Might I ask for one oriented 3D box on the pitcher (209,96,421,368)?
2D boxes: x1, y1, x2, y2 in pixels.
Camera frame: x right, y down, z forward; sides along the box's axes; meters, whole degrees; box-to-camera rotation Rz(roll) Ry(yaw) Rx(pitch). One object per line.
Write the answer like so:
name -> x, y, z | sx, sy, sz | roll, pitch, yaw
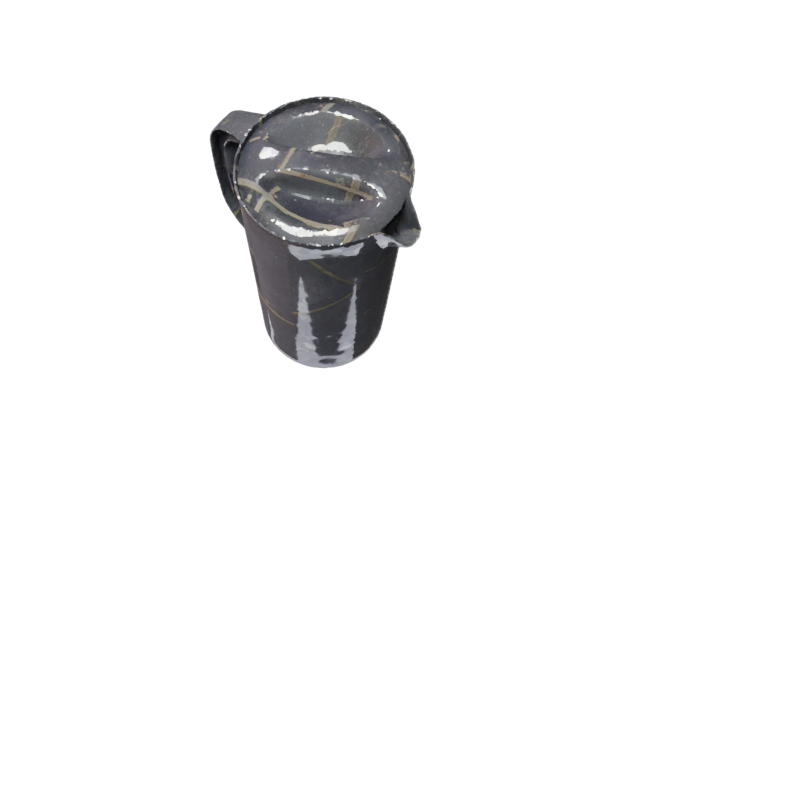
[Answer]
pitcher -> -0.071, -0.129, 0.905 | 0.144, 0.159, 0.229 | -8, -26, -7
